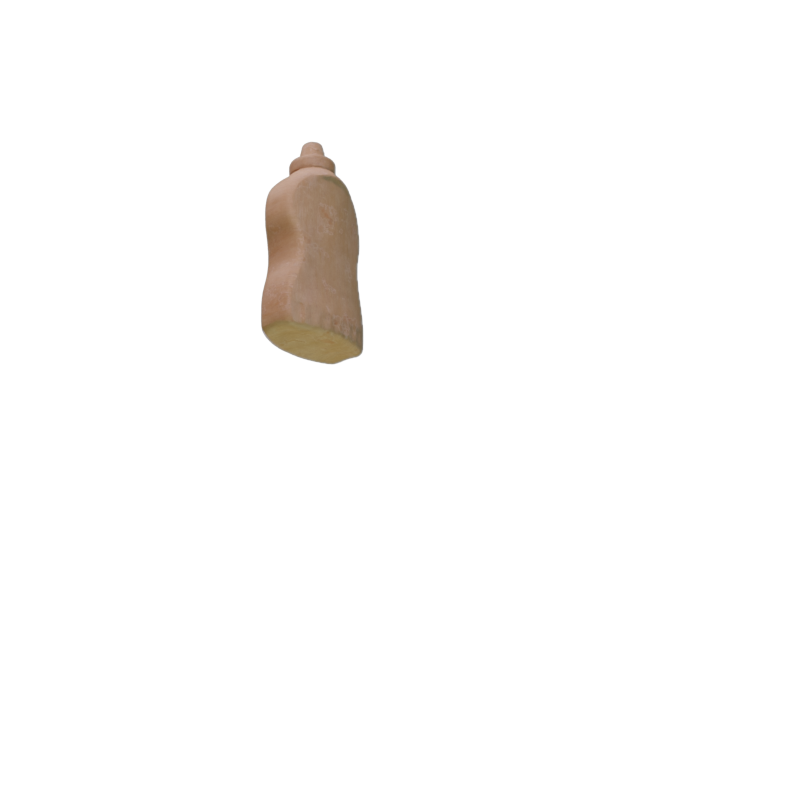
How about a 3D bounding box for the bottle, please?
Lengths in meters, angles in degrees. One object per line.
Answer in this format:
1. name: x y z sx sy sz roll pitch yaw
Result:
1. bottle: -0.073 -0.133 0.933 0.059 0.203 0.090 -23 -33 36
